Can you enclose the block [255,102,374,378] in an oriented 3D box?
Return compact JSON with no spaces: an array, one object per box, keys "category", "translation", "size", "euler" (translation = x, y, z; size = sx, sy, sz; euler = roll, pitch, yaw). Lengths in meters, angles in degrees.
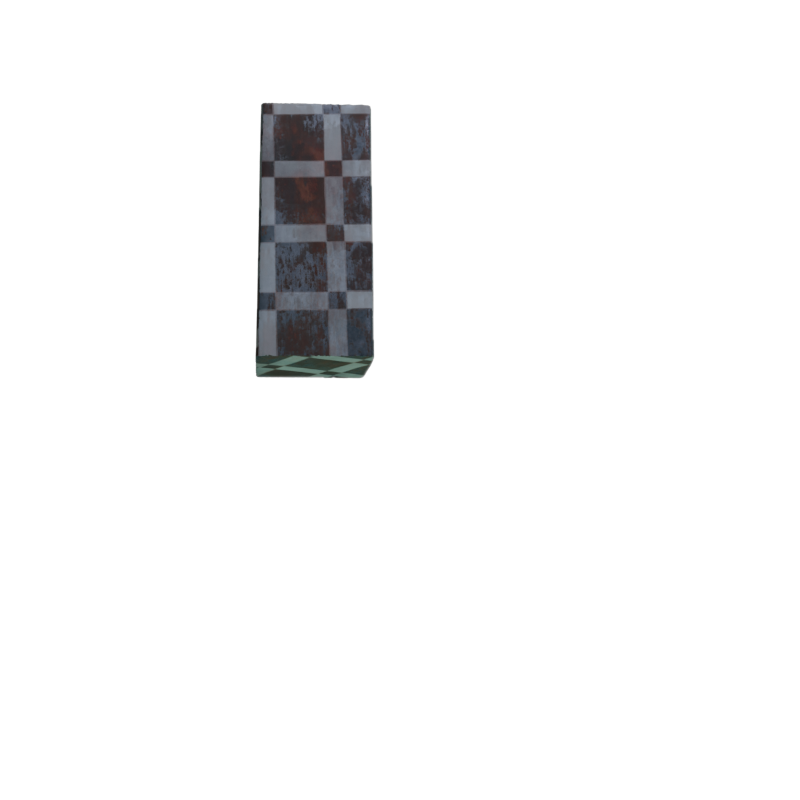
[{"category":"block","translation":[-0.070,-0.128,0.897],"size":[0.090,0.214,0.087],"euler":[0,-16,-5]}]
